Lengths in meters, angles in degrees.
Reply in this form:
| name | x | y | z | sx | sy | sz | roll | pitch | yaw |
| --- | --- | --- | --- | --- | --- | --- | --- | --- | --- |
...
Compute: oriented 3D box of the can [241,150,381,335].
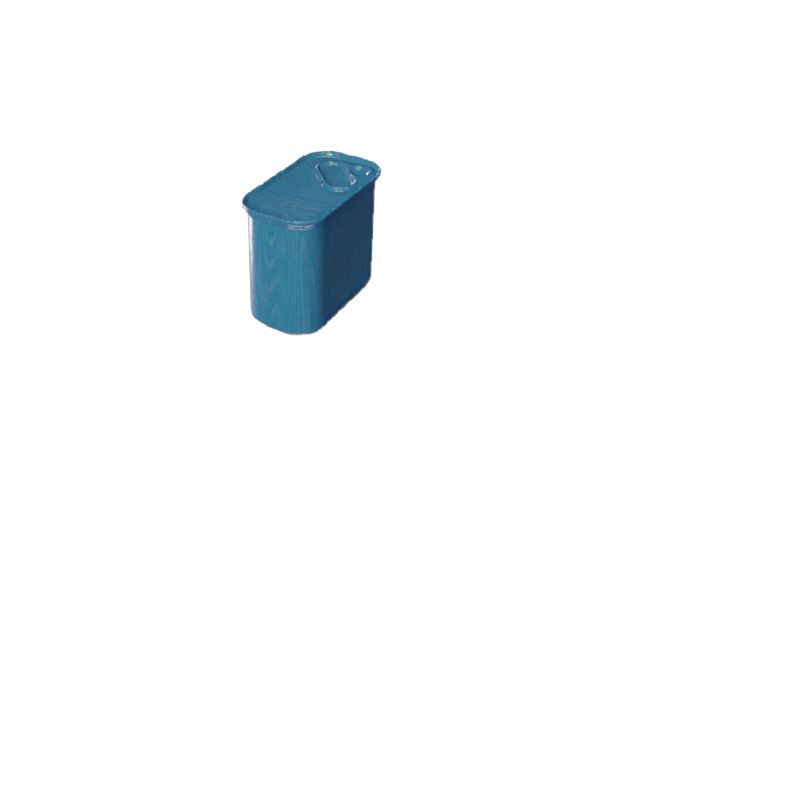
| name | x | y | z | sx | sy | sz | roll | pitch | yaw |
| --- | --- | --- | --- | --- | --- | --- | --- | --- | --- |
| can | -0.056 | -0.102 | 0.716 | 0.060 | 0.079 | 0.104 | 17 | 37 | 22 |
